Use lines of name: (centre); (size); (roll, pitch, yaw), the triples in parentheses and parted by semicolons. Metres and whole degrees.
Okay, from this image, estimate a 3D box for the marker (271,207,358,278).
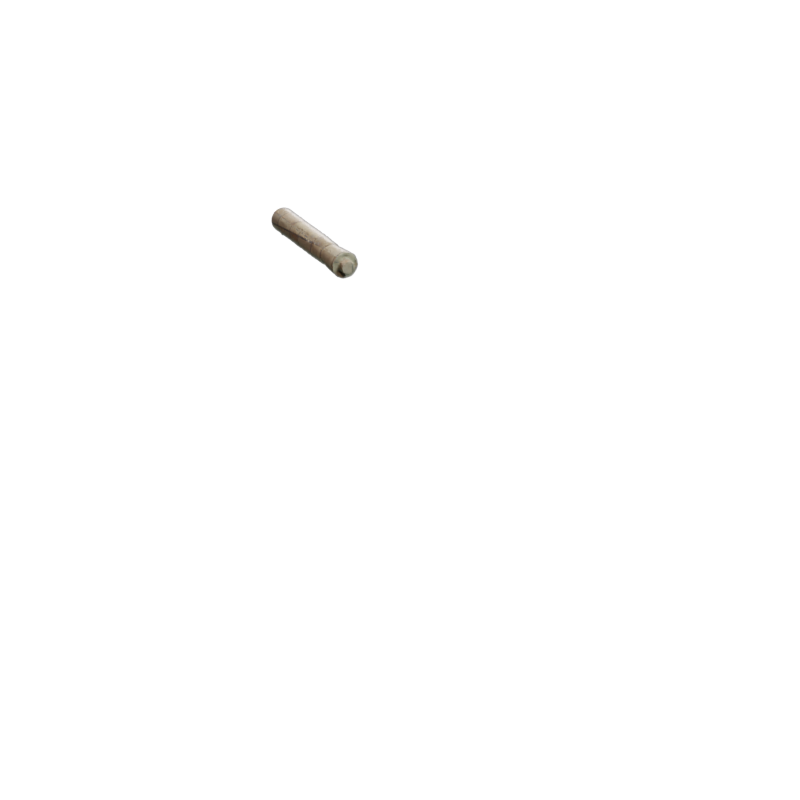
marker: (-0.061, -0.112, 0.783); (0.019, 0.019, 0.129); (-2, 23, -26)
